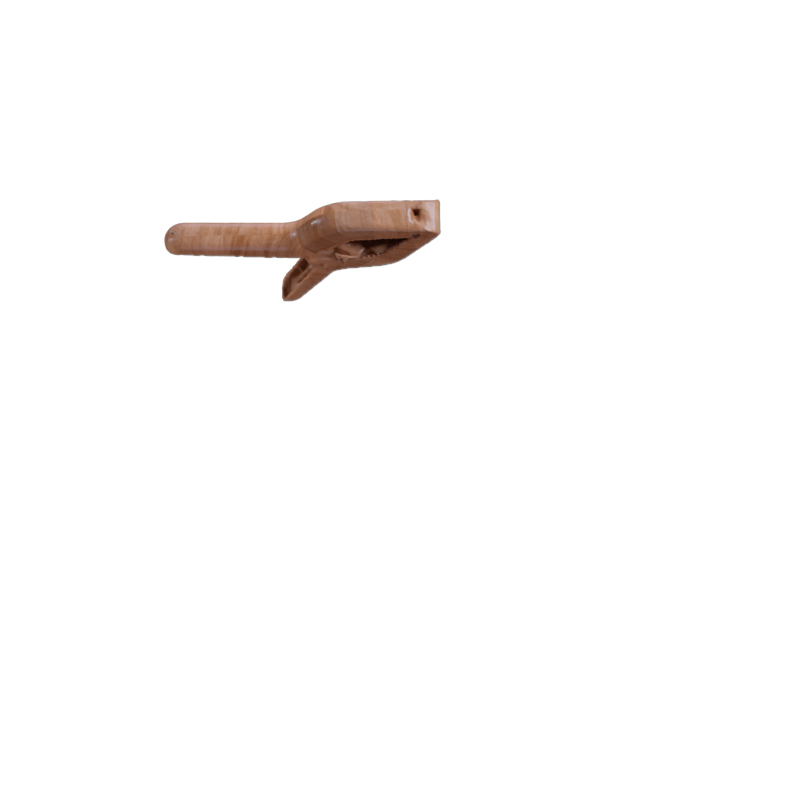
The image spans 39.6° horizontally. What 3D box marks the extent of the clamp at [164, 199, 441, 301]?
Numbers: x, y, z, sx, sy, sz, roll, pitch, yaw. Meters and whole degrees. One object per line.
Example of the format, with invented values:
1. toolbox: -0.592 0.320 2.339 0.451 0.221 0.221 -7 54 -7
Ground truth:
1. clamp: -0.068 -0.124 0.865 0.214 0.038 0.155 -10 -16 39
